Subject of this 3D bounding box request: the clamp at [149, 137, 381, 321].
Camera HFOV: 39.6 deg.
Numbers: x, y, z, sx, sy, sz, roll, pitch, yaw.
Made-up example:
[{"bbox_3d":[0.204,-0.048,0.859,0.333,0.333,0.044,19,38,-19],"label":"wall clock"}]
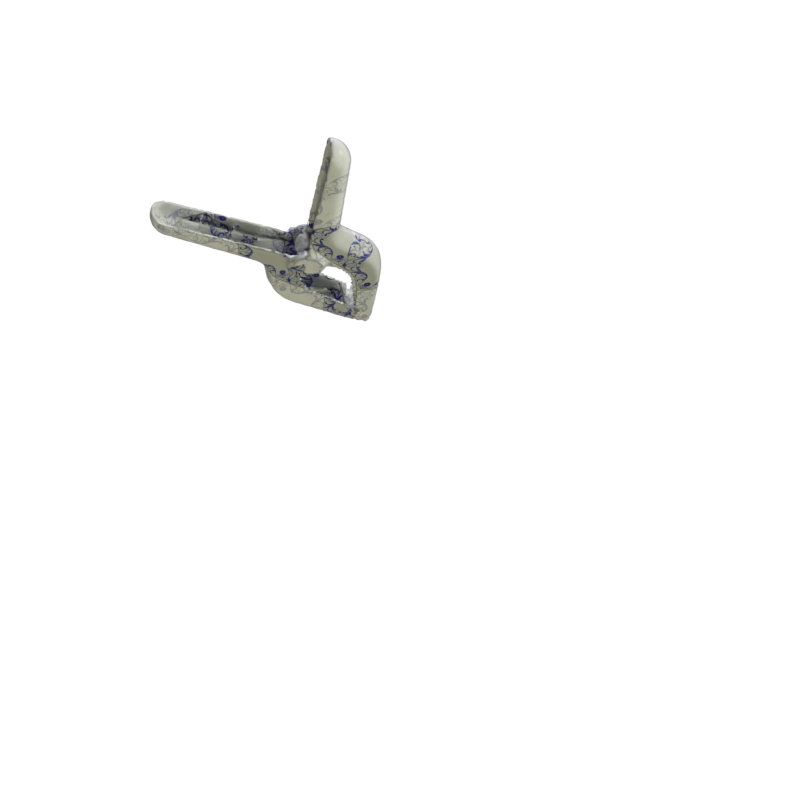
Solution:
[{"bbox_3d":[-0.068,-0.123,0.864,0.166,0.039,0.195,-18,-34,29],"label":"clamp"}]
